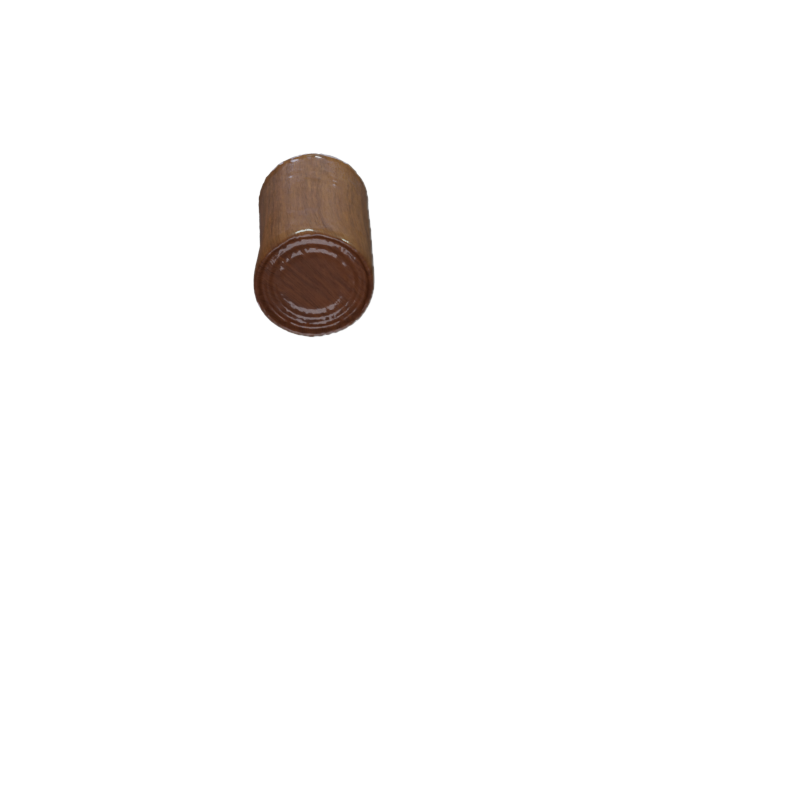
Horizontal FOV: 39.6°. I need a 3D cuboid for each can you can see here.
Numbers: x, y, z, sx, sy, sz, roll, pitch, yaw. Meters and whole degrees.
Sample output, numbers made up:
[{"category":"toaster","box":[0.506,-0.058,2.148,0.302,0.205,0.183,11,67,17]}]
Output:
[{"category":"can","box":[-0.050,-0.091,0.640,0.068,0.064,0.109,-1,33,-3]}]
